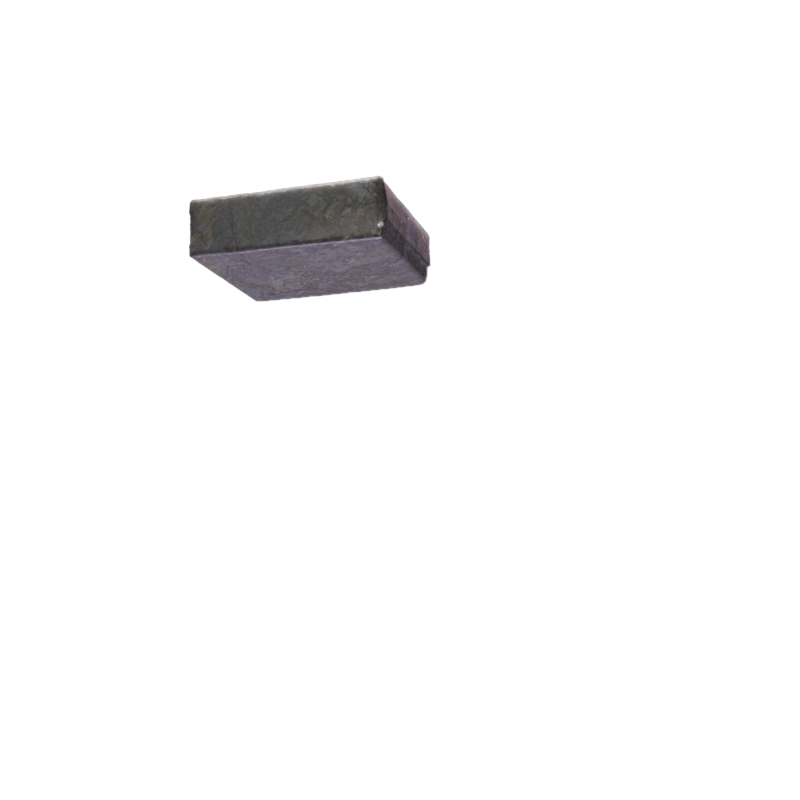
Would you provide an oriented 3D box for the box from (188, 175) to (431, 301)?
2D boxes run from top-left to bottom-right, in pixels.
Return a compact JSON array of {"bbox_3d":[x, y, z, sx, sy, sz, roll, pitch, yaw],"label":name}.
[{"bbox_3d":[-0.038,-0.070,0.493,0.091,0.031,0.069,-4,-13,18],"label":"box"}]
